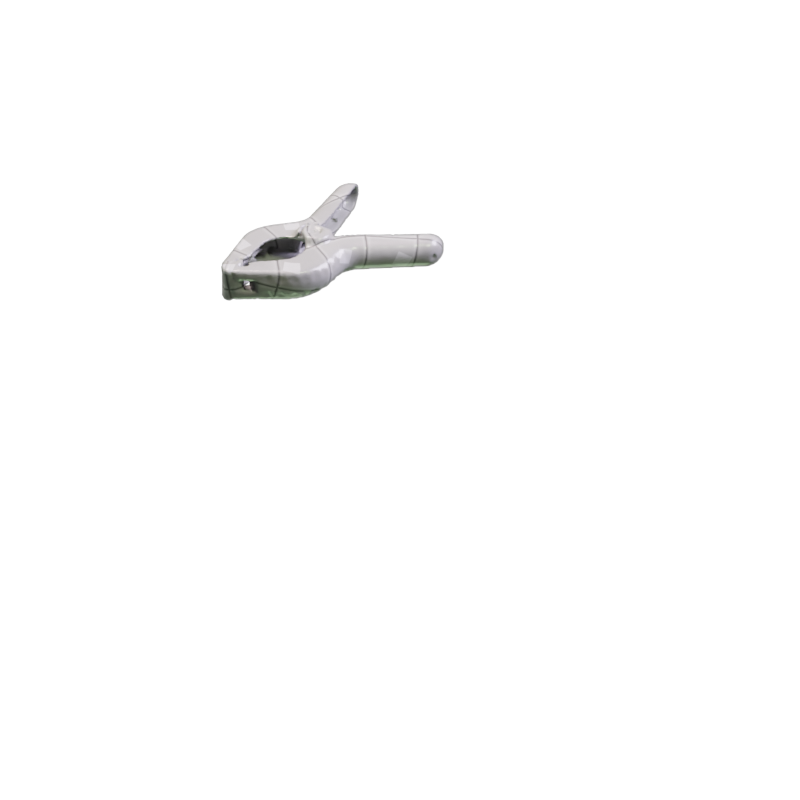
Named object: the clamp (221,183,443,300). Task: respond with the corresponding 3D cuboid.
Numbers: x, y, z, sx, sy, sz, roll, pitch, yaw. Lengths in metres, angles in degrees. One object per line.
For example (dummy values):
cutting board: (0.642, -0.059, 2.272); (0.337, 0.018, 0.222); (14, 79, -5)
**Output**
clamp: (-0.067, -0.122, 0.853); (0.169, 0.037, 0.129); (-16, 34, -25)
